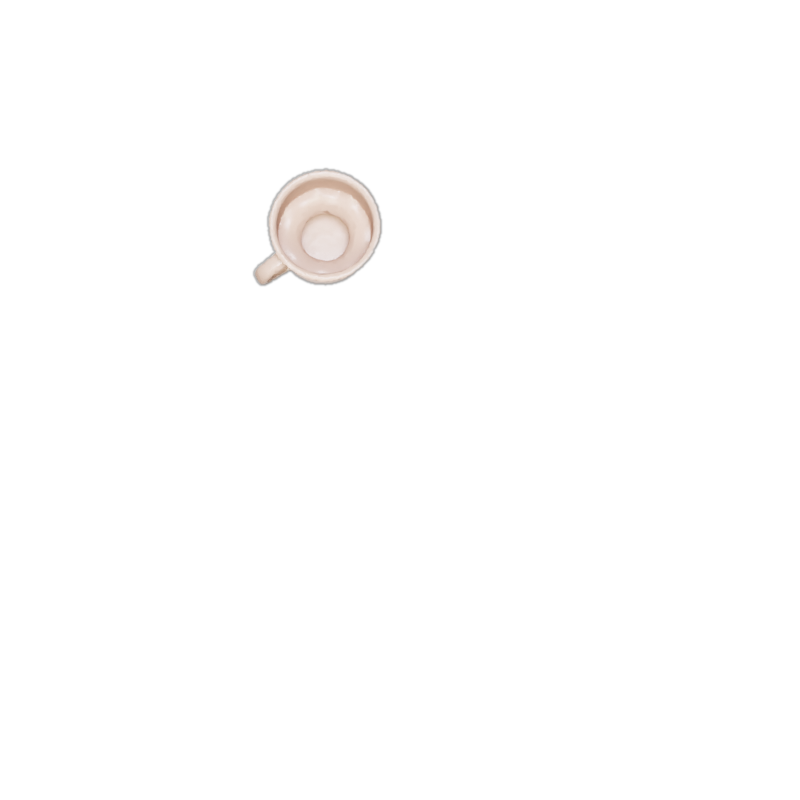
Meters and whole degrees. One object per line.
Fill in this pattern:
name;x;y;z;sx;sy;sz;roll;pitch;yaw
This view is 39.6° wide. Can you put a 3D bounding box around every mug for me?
mug;-0.074;-0.135;0.949;0.117;0.095;0.080;-39;-3;-5
